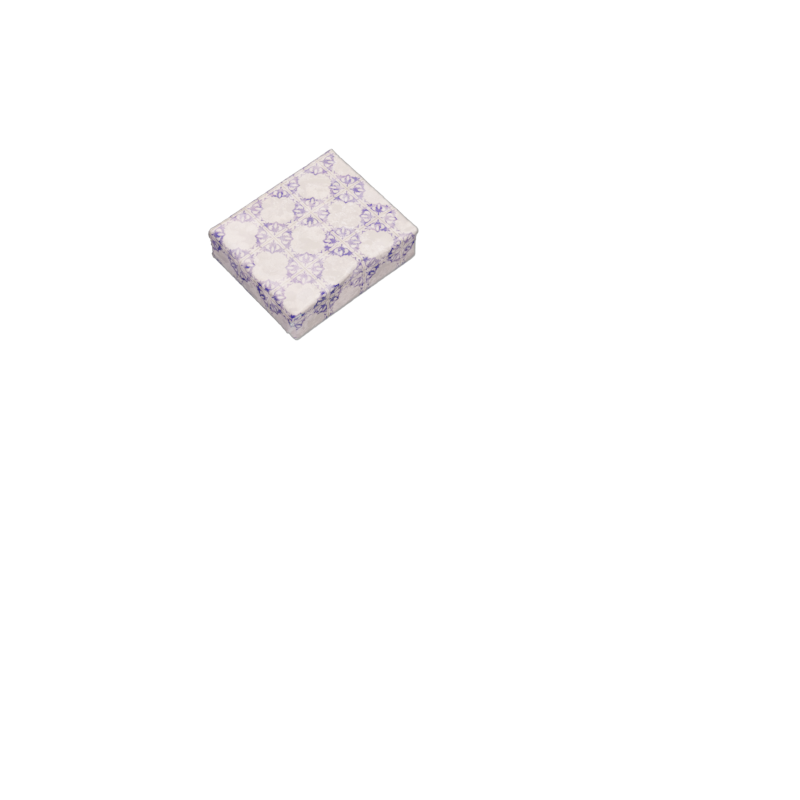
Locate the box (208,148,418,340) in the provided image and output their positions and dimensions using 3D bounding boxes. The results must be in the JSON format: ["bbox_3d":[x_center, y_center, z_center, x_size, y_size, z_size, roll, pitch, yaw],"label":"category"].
[{"bbox_3d":[-0.047,-0.085,0.598,0.090,0.078,0.028,-36,-25,-21],"label":"box"}]
